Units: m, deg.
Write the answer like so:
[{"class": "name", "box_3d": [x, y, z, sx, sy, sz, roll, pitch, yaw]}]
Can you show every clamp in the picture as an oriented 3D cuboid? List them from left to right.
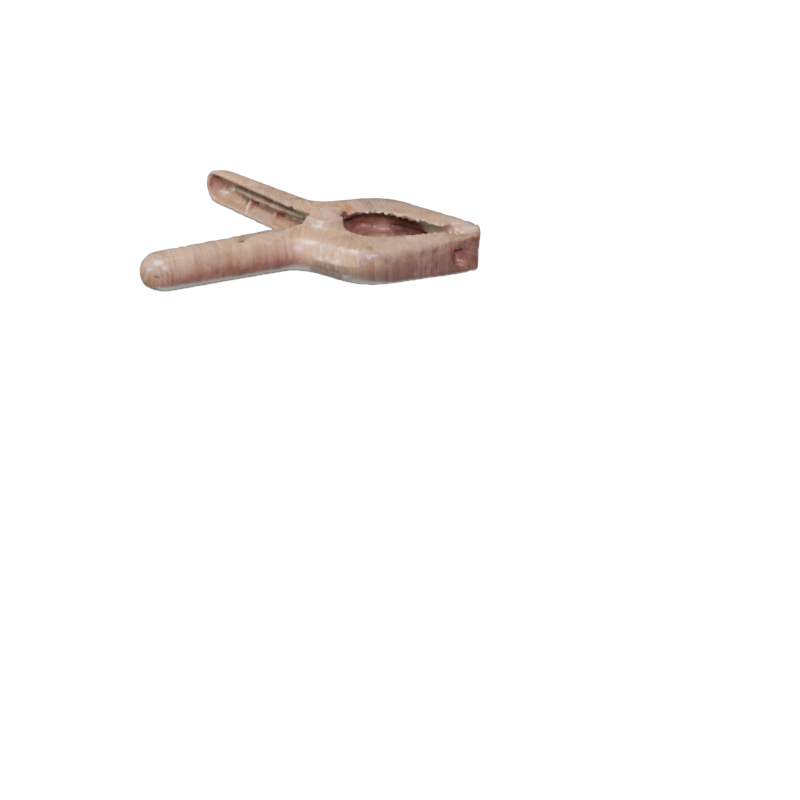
[{"class": "clamp", "box_3d": [-0.056, -0.103, 0.721, 0.215, 0.034, 0.171, 9, 33, 14]}]
